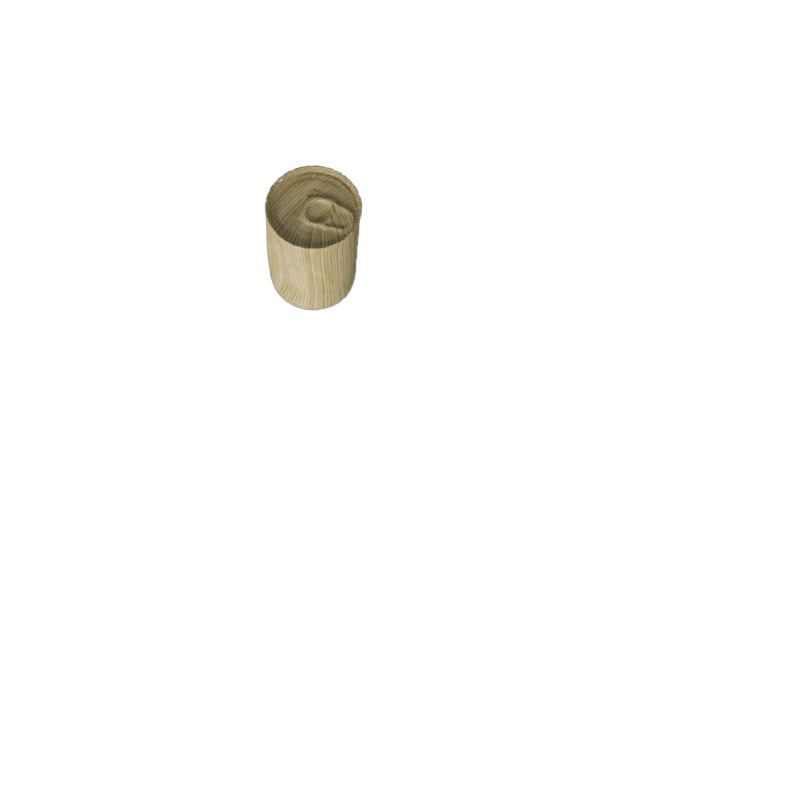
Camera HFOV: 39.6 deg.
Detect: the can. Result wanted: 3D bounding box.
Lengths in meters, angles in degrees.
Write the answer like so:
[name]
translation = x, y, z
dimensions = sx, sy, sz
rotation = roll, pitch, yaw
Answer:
[can]
translation = -0.064, -0.116, 0.814
dimensions = 0.068, 0.073, 0.097
rotation = 0, -24, -3
